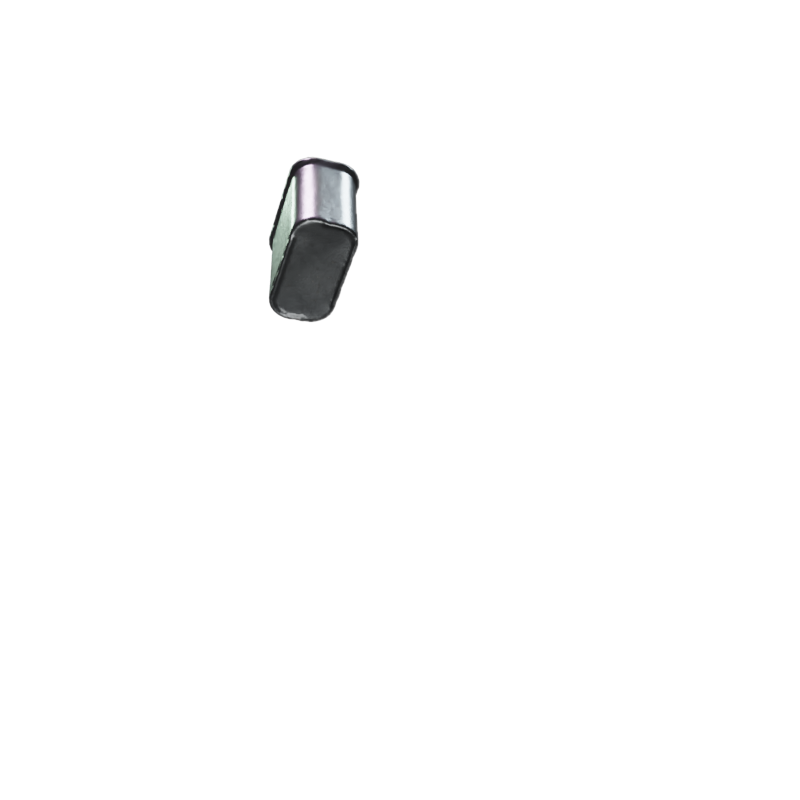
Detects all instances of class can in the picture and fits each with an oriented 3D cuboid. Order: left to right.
[{"bbox_3d":[-0.068,-0.123,0.863,0.056,0.097,0.090,12,38,-13],"label":"can"}]
